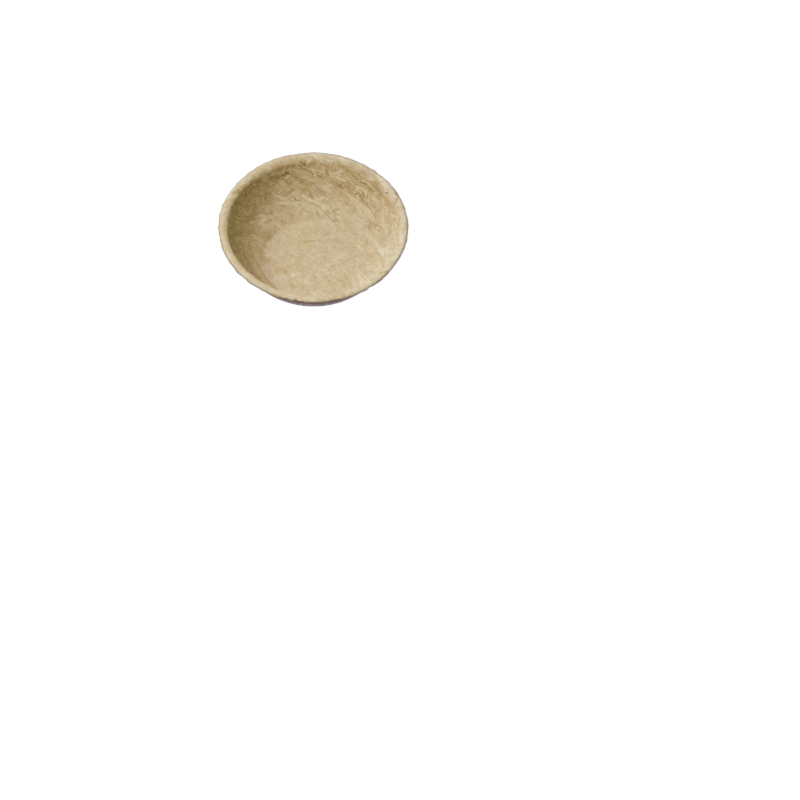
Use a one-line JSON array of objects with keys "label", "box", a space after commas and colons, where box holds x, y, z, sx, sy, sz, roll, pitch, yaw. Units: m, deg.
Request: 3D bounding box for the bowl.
[{"label": "bowl", "box": [-0.075, -0.137, 0.960, 0.162, 0.173, 0.051, -1, -35, -1]}]
